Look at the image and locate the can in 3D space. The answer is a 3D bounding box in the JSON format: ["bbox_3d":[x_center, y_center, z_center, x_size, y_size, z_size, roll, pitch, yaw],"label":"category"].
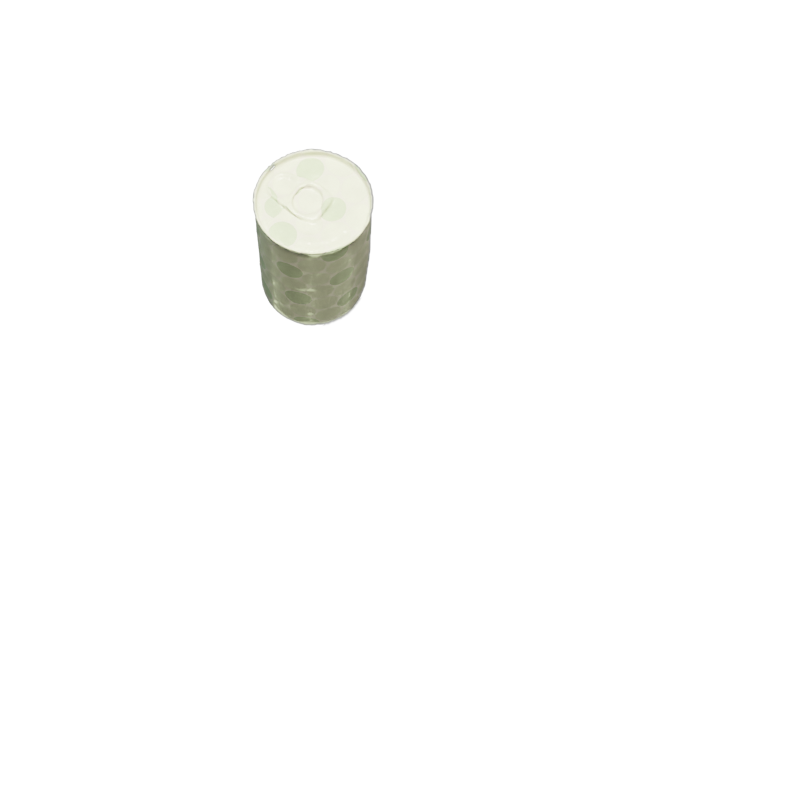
[{"bbox_3d":[-0.052,-0.095,0.665,0.068,0.072,0.097,0,-23,-3],"label":"can"}]
